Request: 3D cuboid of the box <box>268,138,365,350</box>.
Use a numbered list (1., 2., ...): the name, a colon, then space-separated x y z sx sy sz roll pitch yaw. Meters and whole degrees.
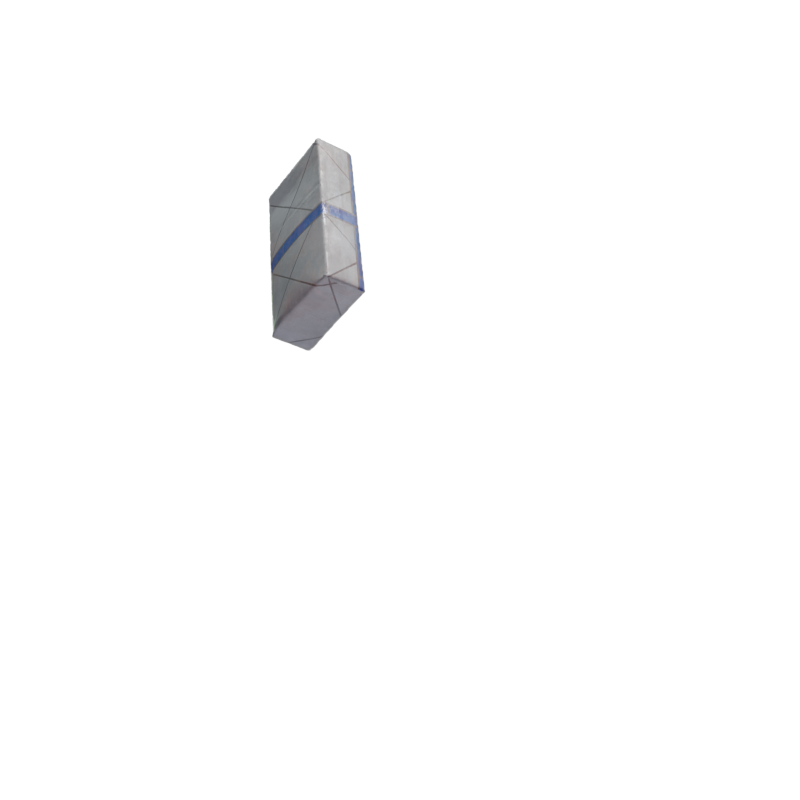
1. box: -0.077 -0.142 0.992 0.046 0.189 0.091 23 -48 -27
